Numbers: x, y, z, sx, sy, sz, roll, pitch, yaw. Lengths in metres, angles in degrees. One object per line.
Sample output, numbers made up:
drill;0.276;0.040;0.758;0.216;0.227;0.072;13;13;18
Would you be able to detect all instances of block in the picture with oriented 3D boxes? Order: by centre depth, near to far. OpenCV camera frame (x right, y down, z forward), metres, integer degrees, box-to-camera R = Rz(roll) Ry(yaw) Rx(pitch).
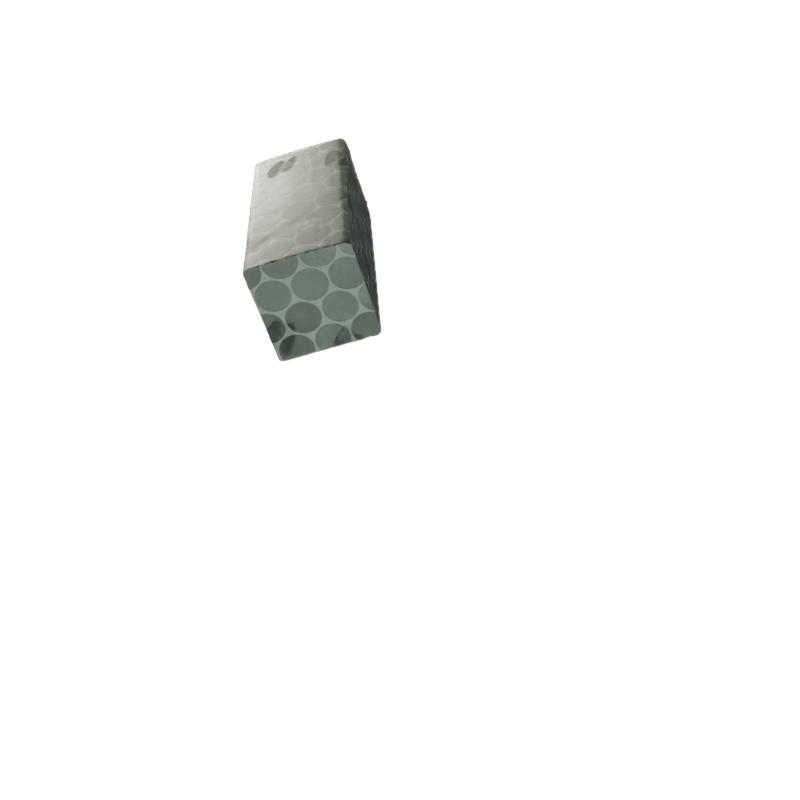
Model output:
block;-0.075;-0.137;0.960;0.090;0.085;0.220;-16;33;7
